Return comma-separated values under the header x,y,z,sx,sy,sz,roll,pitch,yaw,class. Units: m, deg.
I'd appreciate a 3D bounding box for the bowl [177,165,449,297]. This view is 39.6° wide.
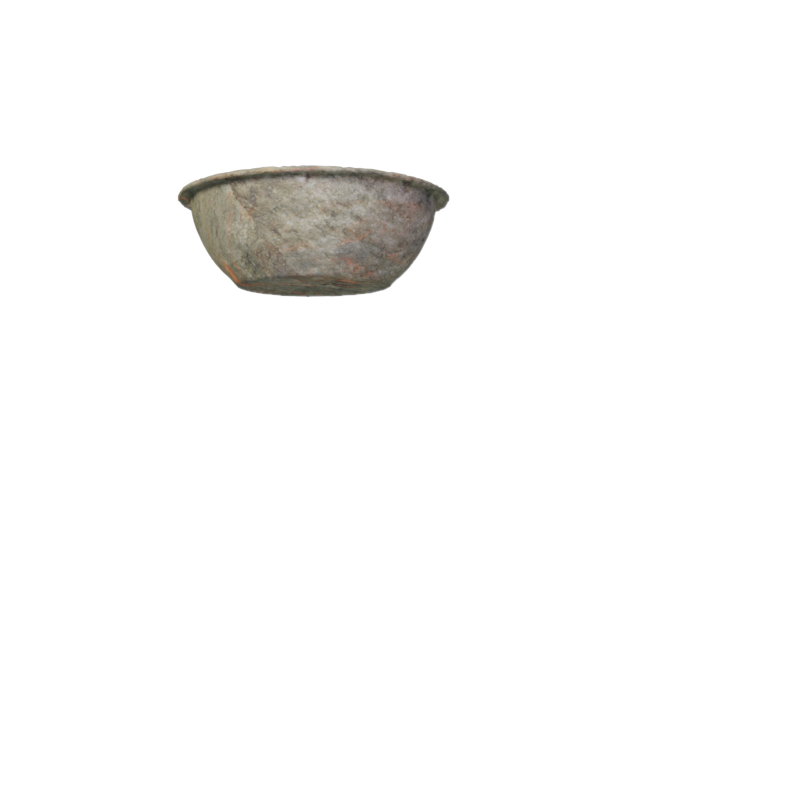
x,y,z,sx,sy,sz,roll,pitch,yaw,class
-0.052,-0.094,0.660,0.162,0.056,0.160,0,-3,-2,bowl
